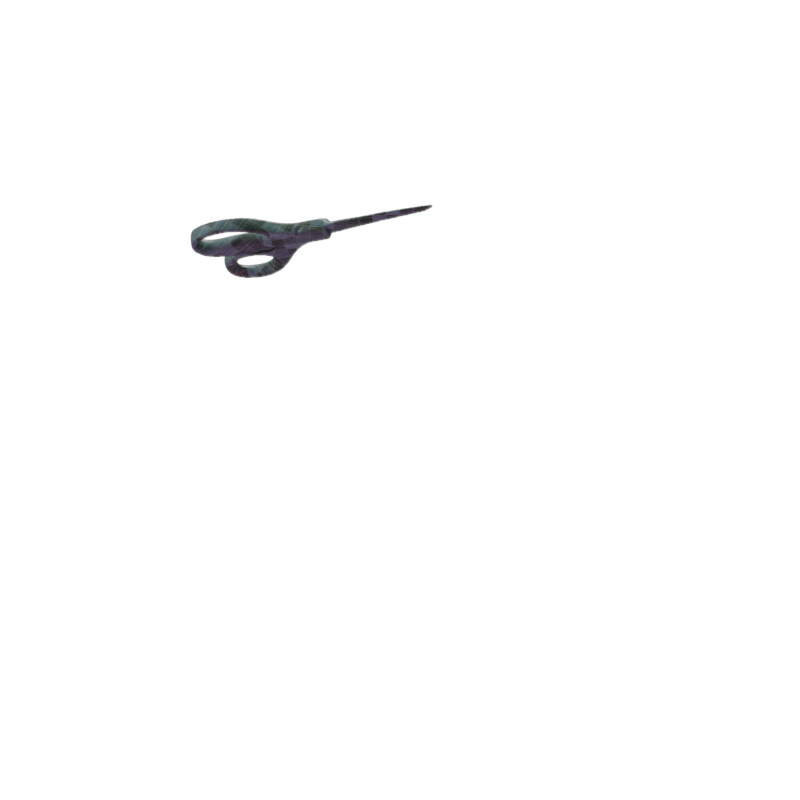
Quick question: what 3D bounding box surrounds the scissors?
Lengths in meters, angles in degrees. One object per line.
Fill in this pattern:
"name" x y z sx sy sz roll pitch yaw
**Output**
"scissors" -0.072 -0.132 0.924 0.203 0.017 0.090 -2 -22 6
